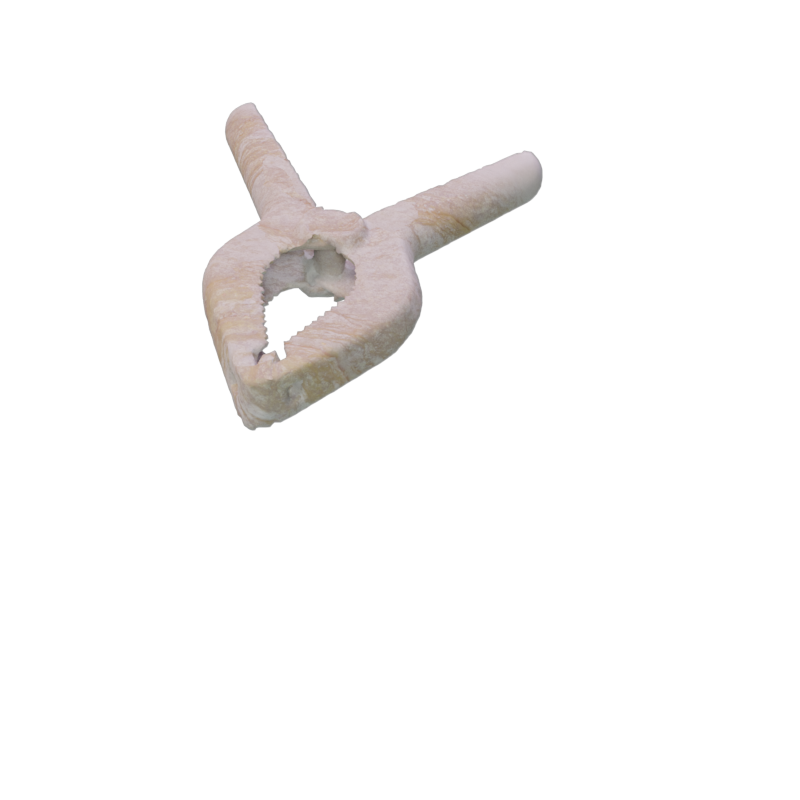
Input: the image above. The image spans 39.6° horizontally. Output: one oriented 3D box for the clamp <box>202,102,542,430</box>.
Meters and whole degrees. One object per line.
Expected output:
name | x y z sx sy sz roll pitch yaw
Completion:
clamp | -0.040 -0.072 0.505 0.170 0.034 0.218 15 44 16
